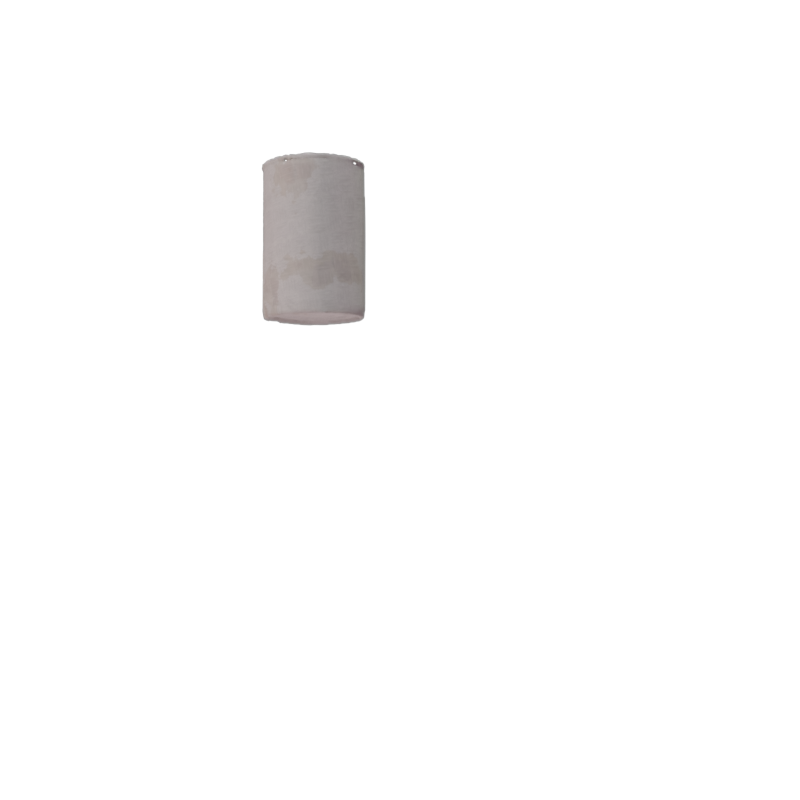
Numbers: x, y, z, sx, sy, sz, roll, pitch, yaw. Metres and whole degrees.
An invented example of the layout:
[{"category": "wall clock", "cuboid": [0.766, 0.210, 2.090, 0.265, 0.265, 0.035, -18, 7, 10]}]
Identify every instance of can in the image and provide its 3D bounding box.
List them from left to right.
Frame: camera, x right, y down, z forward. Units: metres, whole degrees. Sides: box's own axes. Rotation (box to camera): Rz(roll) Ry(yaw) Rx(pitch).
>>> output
[{"category": "can", "cuboid": [-0.057, -0.103, 0.722, 0.068, 0.105, 0.067, 0, -9, -2]}]
